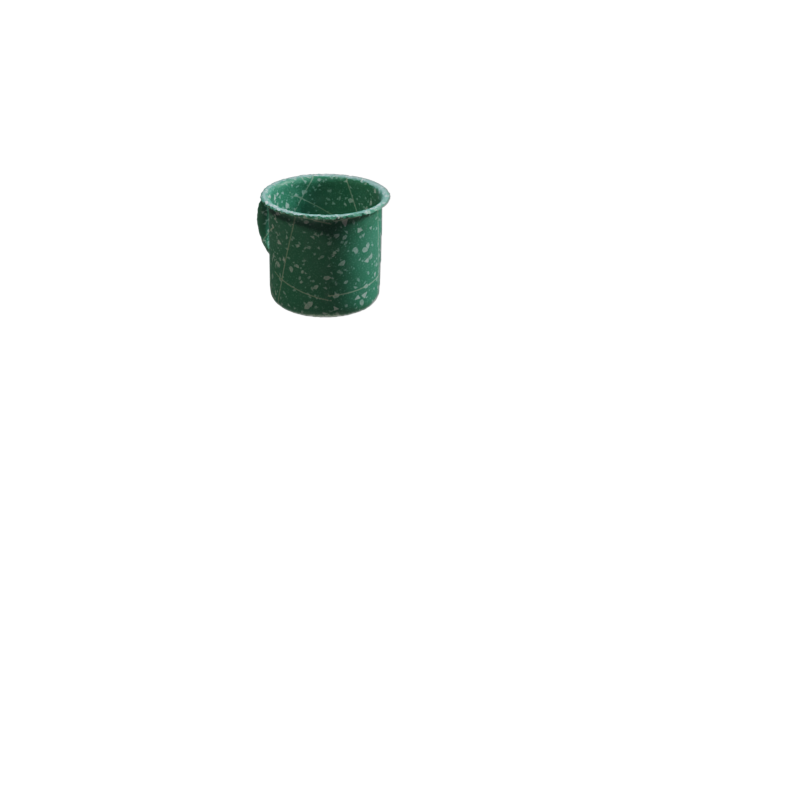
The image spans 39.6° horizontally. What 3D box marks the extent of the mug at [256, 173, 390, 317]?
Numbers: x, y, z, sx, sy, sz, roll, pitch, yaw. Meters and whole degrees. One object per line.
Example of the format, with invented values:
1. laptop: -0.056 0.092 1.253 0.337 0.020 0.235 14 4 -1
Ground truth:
1. mug: -0.064 -0.116 0.815 0.124 0.077 0.093 23 34 37
